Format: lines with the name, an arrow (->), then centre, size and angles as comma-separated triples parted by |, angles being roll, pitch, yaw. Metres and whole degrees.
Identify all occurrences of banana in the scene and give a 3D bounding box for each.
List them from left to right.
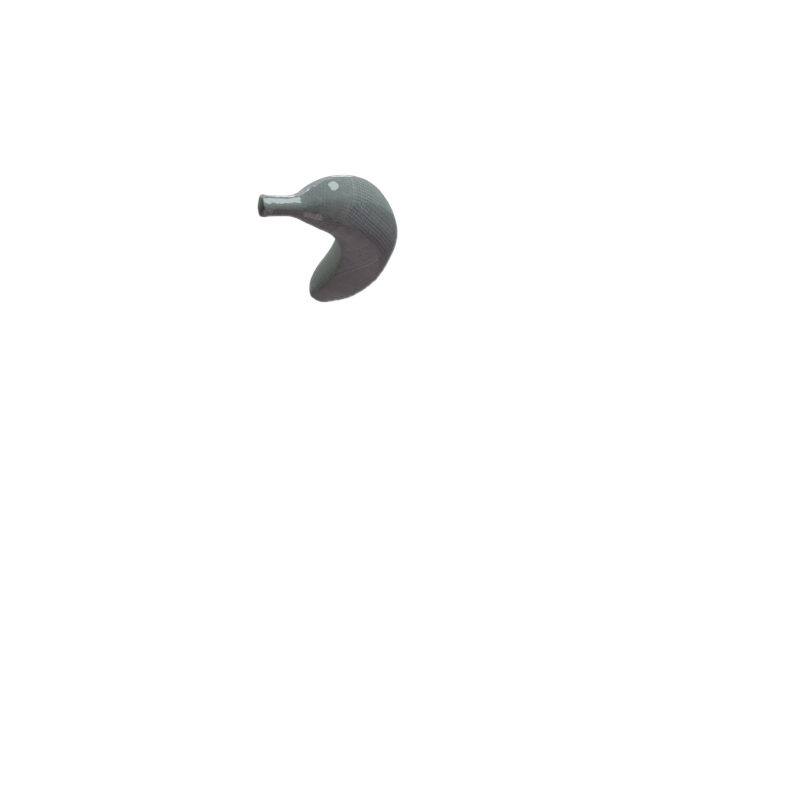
banana -> -0.035, -0.099, 0.678 | 0.070, 0.038, 0.189 | -2, -12, 5
